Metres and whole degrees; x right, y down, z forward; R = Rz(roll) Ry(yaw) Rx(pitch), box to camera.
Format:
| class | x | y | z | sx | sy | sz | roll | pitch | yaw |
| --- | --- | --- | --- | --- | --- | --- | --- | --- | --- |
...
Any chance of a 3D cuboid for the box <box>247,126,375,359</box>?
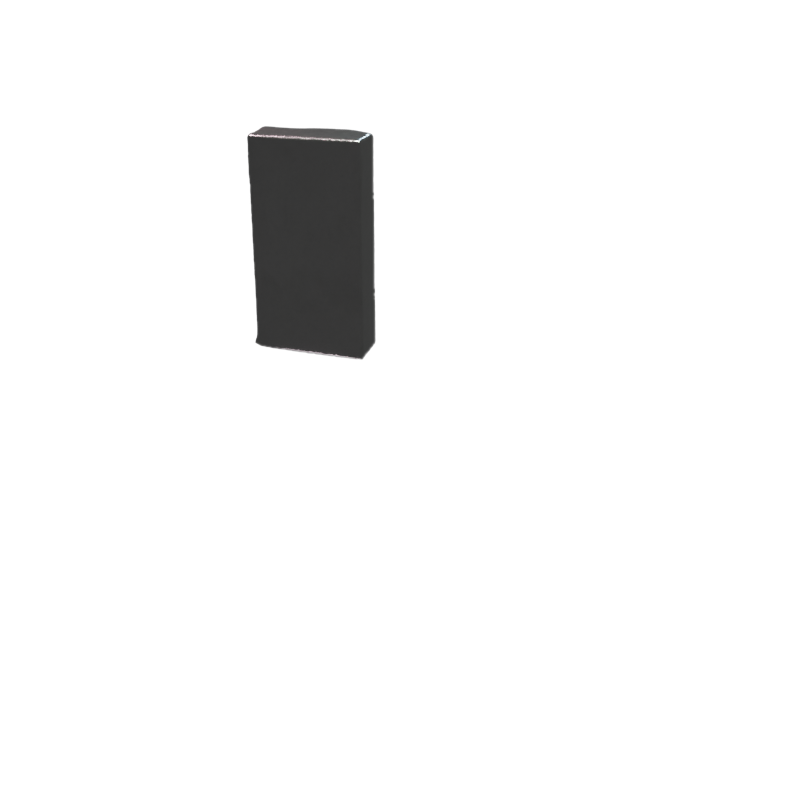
| class | x | y | z | sx | sy | sz | roll | pitch | yaw |
| --- | --- | --- | --- | --- | --- | --- | --- | --- | --- |
| box | -0.068 | -0.125 | 0.872 | 0.096 | 0.170 | 0.048 | 7 | 18 | 18 |
